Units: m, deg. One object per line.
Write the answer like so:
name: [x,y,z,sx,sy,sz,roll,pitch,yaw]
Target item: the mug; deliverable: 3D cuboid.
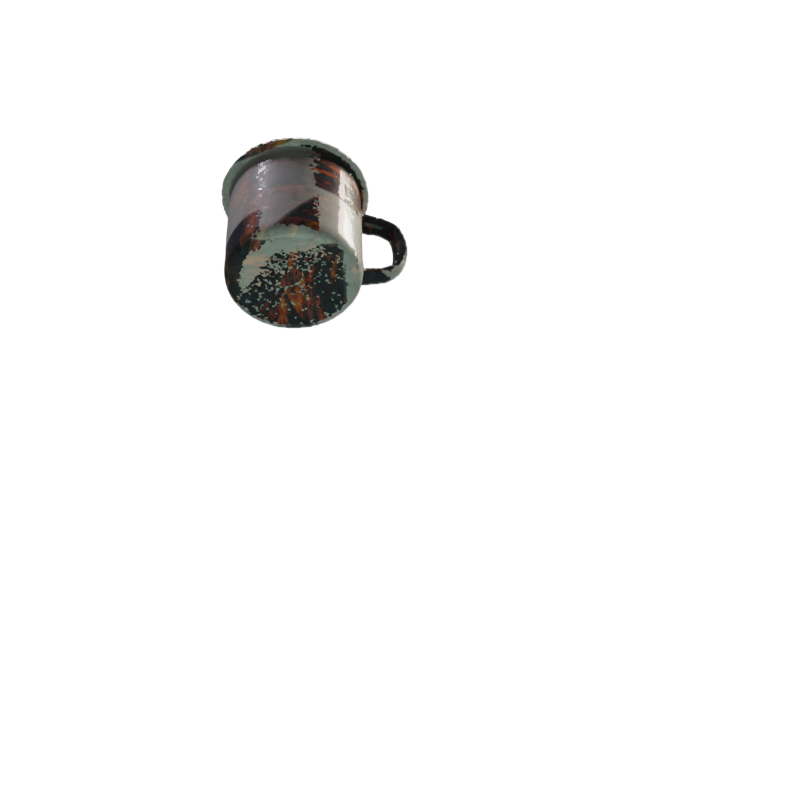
mug: [-0.053,-0.096,0.674,0.115,0.087,0.088,11,-47,-12]
